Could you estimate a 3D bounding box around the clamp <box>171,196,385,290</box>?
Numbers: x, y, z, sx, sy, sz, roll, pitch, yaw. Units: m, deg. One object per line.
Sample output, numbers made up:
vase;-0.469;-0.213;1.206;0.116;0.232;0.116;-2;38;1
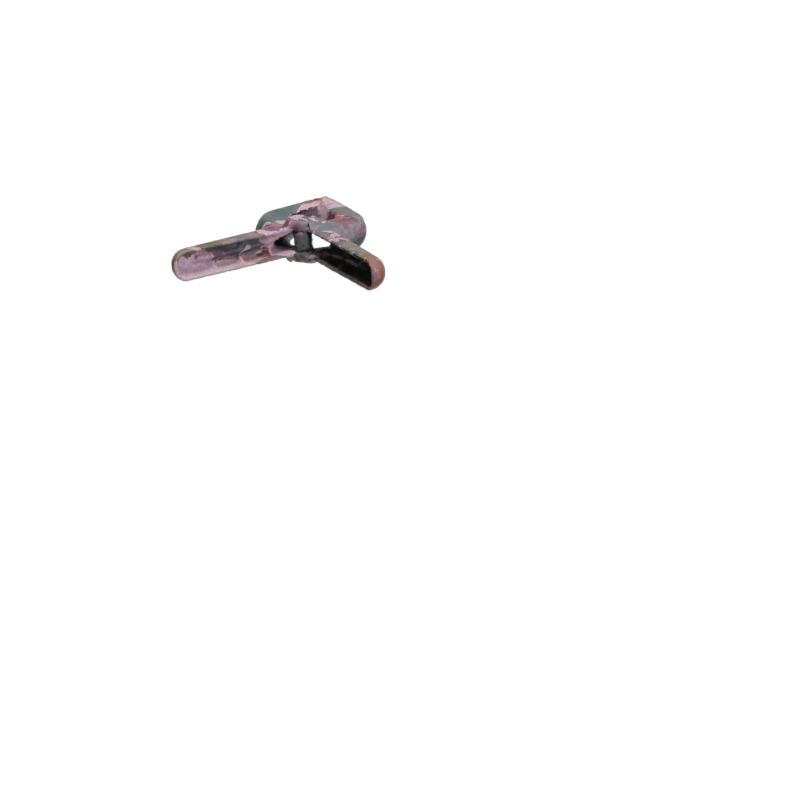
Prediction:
clamp;-0.071;-0.130;0.913;0.169;0.035;0.214;7;23;16
